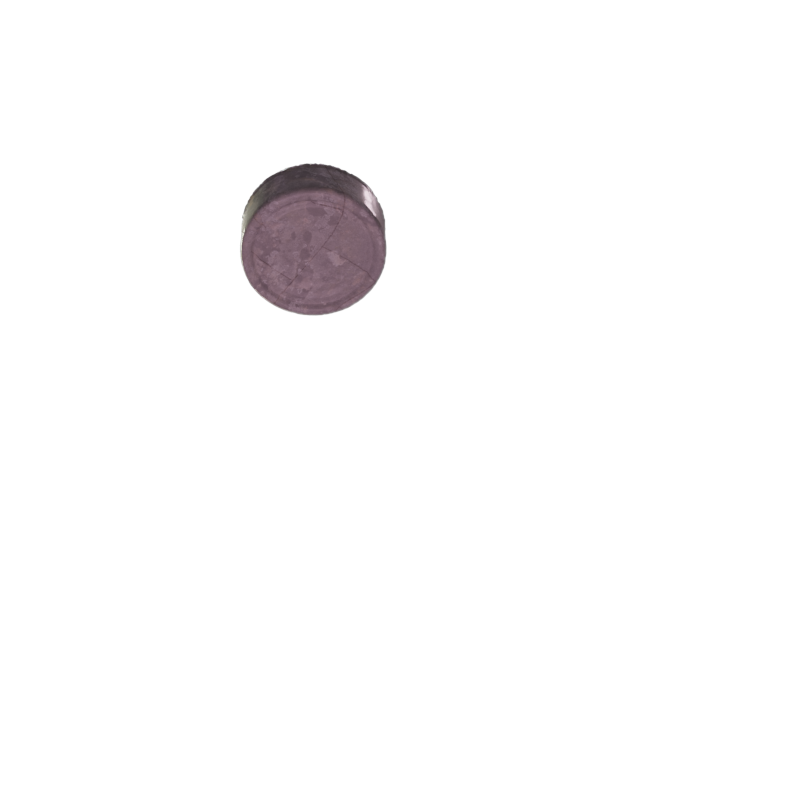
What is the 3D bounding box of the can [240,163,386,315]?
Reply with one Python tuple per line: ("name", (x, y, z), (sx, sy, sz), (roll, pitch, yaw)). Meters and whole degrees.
("can", (-0.051, -0.092, 0.647), (0.086, 0.081, 0.036), (1, 32, -1))
